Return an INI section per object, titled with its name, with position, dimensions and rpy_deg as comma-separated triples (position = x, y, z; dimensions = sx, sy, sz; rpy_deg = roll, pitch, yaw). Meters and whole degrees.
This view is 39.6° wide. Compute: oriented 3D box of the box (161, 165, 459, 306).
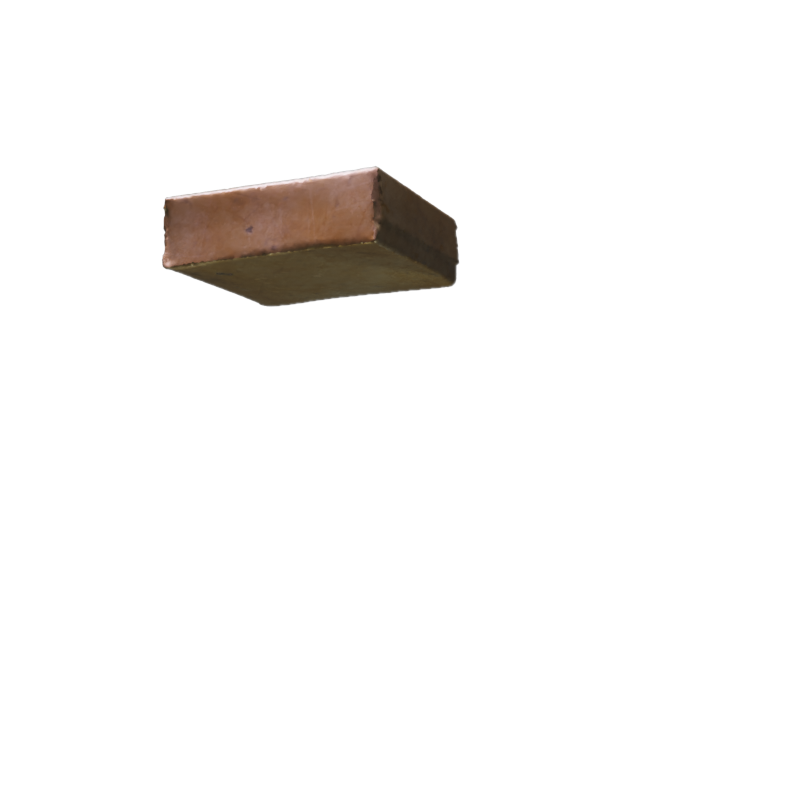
[box]
position = -0.041, -0.074, 0.520
dimensions = 0.116, 0.040, 0.085
rpy_deg = -5, -11, 26
